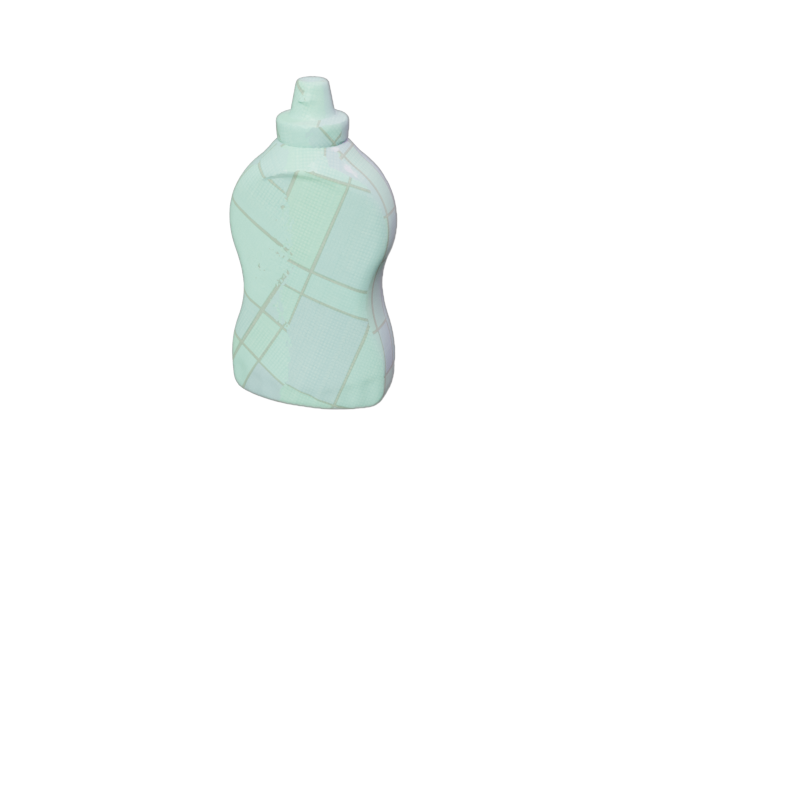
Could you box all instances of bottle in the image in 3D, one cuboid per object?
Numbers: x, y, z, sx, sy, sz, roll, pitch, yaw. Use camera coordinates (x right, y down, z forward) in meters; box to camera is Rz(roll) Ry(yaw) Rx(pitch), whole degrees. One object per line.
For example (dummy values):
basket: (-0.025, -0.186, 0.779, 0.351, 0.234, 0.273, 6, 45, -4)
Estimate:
bottle: (-0.050, -0.091, 0.642, 0.099, 0.182, 0.060, 9, 24, 16)
